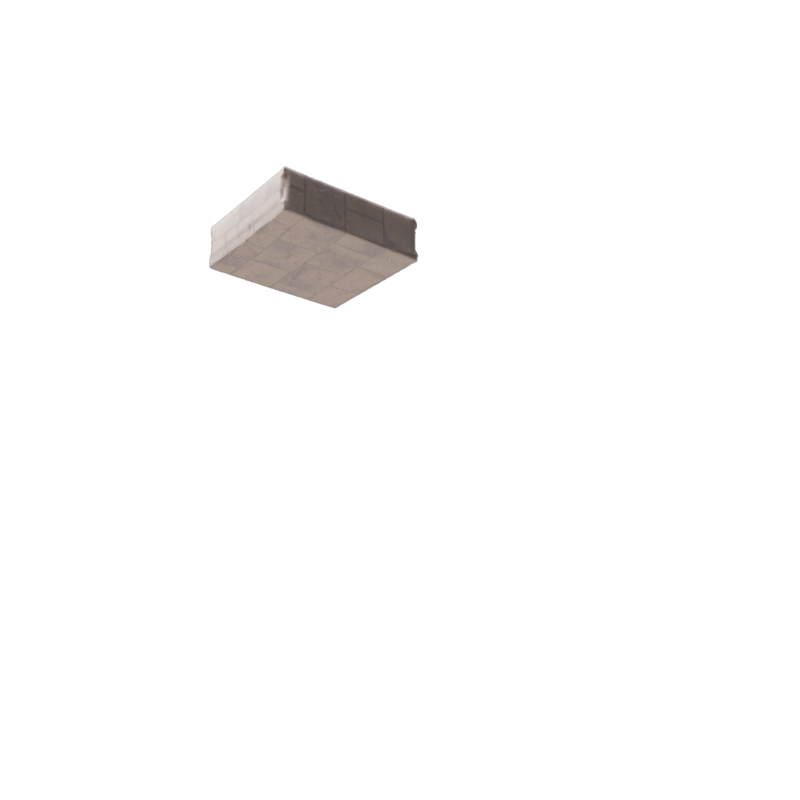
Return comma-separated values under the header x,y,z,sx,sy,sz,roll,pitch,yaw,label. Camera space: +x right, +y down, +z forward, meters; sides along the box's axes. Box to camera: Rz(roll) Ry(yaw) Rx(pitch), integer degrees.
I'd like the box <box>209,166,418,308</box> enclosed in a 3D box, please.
x,y,z,sx,sy,sz,roll,pitch,yaw,label
-0.047,-0.085,0.597,0.085,0.032,0.073,17,-29,-33,box
